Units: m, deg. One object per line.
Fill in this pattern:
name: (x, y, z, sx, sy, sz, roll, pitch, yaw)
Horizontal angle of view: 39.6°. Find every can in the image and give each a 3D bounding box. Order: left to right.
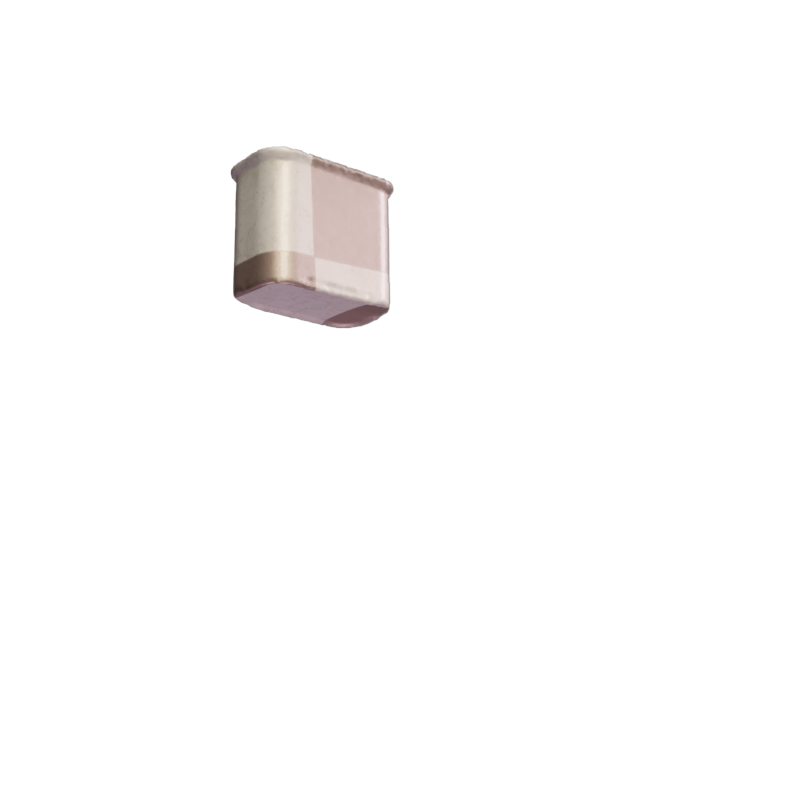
can: (-0.053, -0.096, 0.671, 0.097, 0.088, 0.058, 13, -23, -36)
